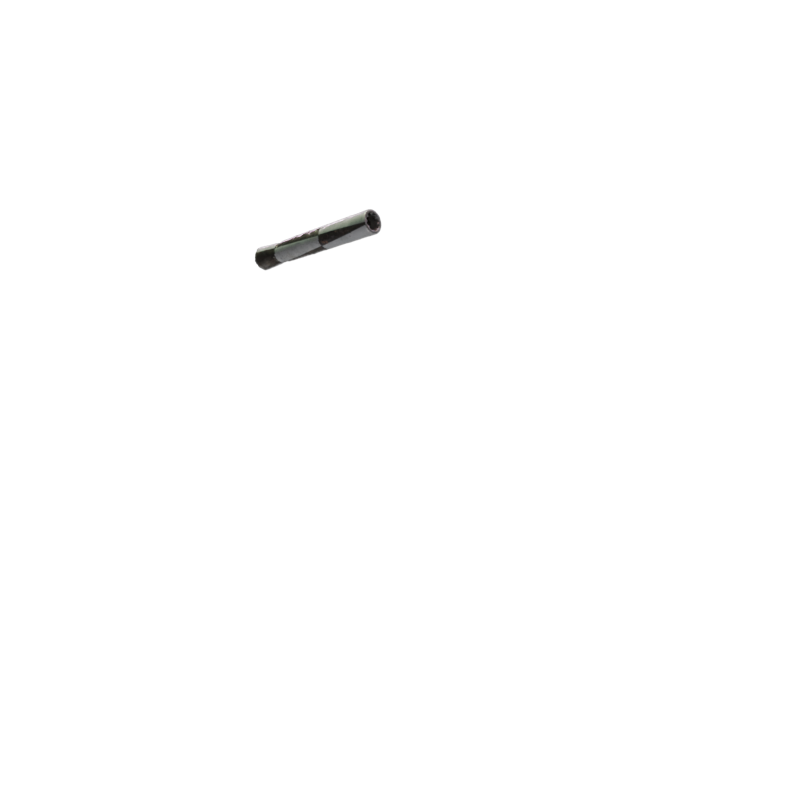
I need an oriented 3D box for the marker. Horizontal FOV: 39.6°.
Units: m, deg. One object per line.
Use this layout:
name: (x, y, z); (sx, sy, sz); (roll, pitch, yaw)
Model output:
marker: (-0.065, -0.118, 0.830); (0.123, 0.020, 0.019); (-11, -4, 41)
